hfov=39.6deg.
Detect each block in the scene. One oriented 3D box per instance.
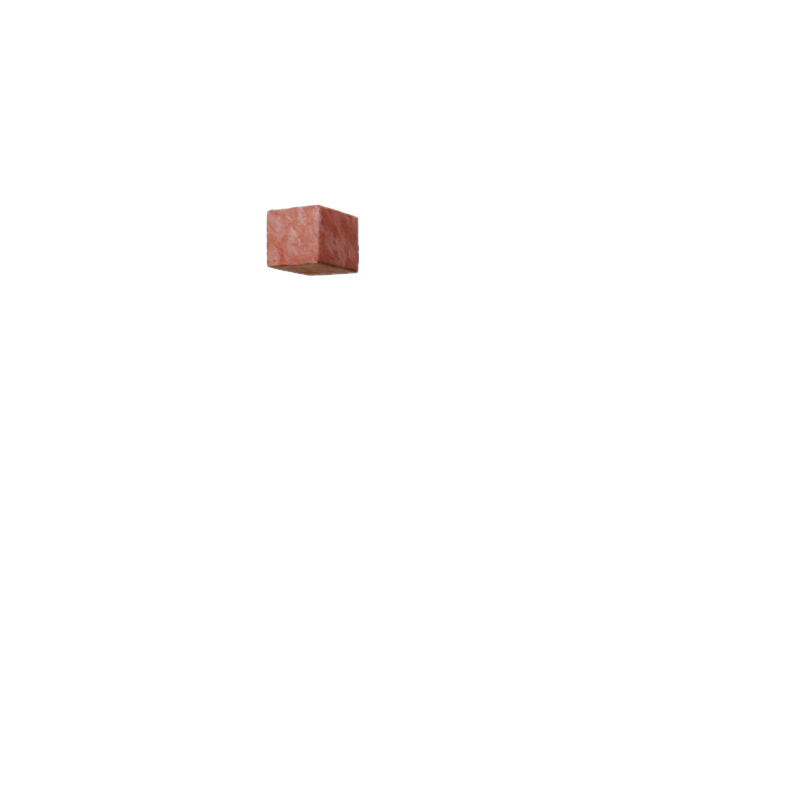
[{"bbox_3d":[-0.076,-0.139,0.973,0.054,0.052,0.075,-2,-3,26],"label":"block"}]
